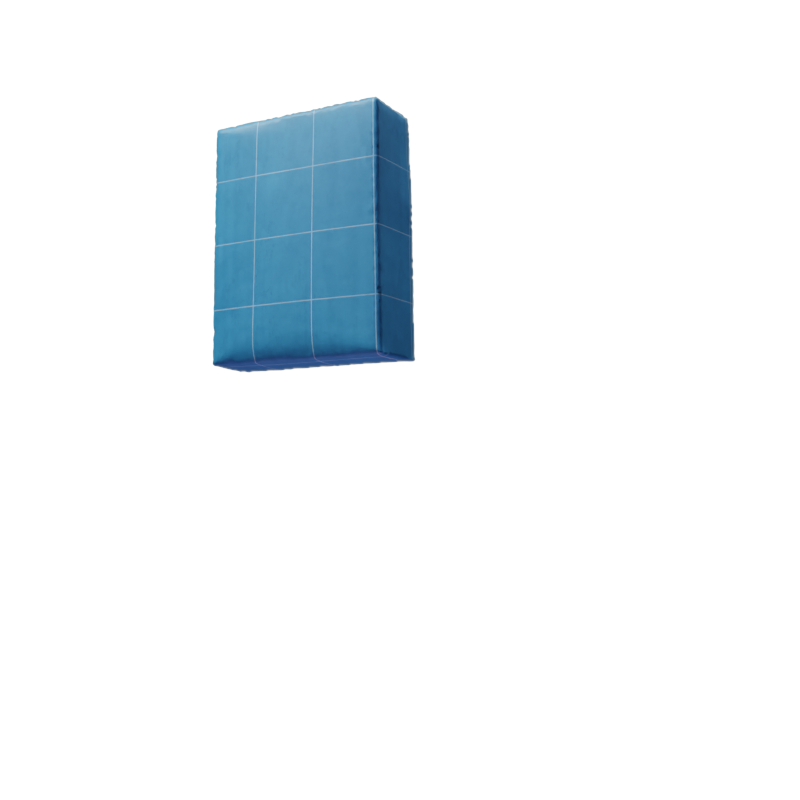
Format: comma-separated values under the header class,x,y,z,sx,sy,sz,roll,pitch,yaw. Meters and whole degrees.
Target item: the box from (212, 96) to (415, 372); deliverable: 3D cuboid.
class,x,y,z,sx,sy,sz,roll,pitch,yaw
box,-0.074,-0.136,0.950,0.168,0.220,0.068,-6,-14,28
